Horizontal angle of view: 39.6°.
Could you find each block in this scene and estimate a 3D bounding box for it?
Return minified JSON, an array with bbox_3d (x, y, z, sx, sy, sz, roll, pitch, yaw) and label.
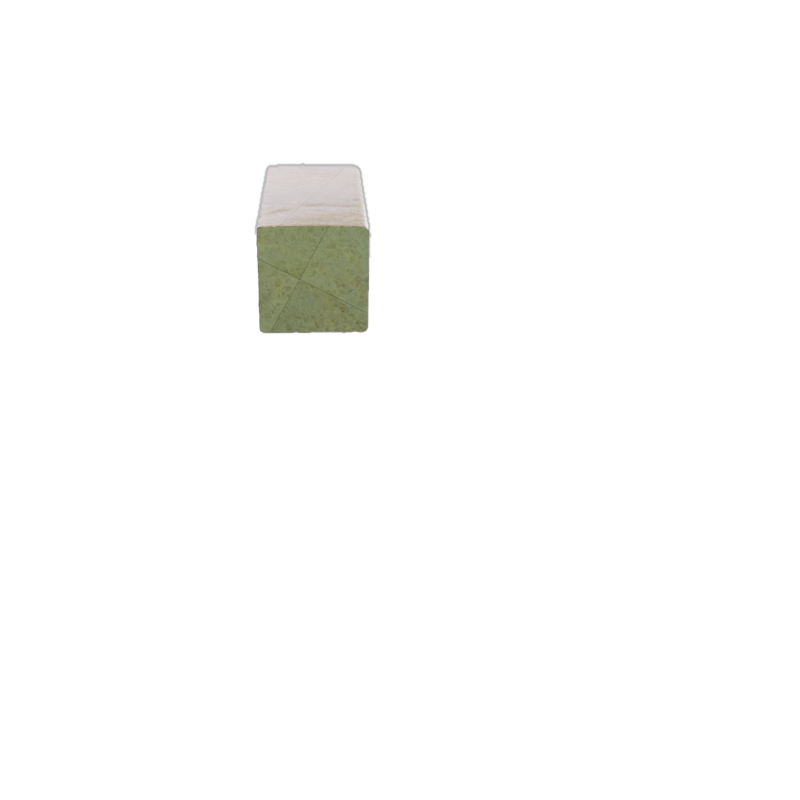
[{"bbox_3d":[-0.075,-0.138,0.968,0.090,0.087,0.216,-1,23,-4],"label":"block"}]
